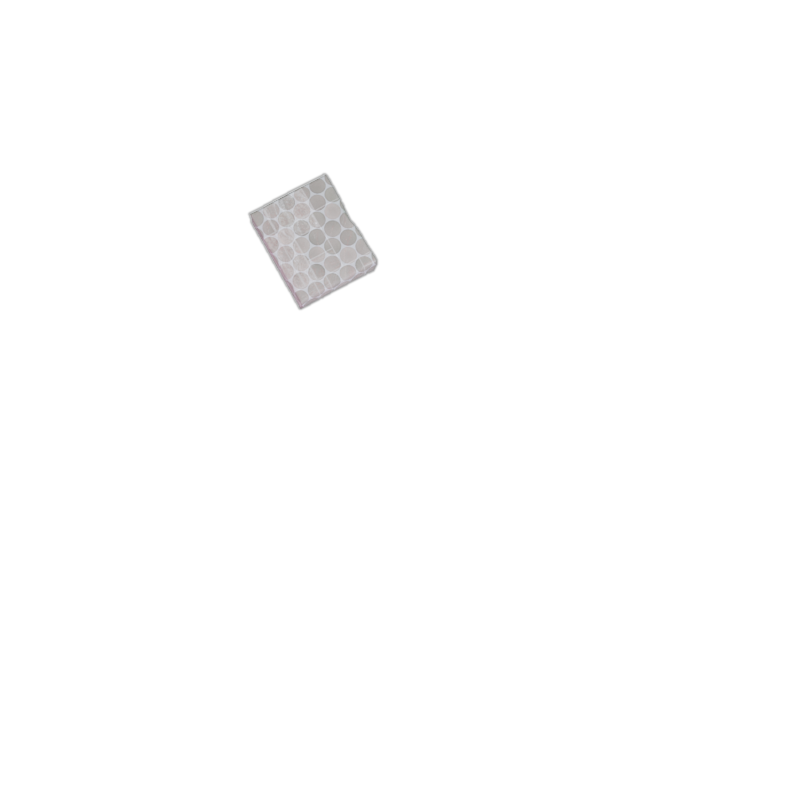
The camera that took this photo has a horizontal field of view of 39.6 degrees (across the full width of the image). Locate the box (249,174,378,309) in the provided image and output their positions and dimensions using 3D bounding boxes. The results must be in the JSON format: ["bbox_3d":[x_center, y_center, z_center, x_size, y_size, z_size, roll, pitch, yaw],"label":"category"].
[{"bbox_3d":[-0.072,-0.131,0.915,0.073,0.092,0.029,-28,-12,-7],"label":"box"}]
